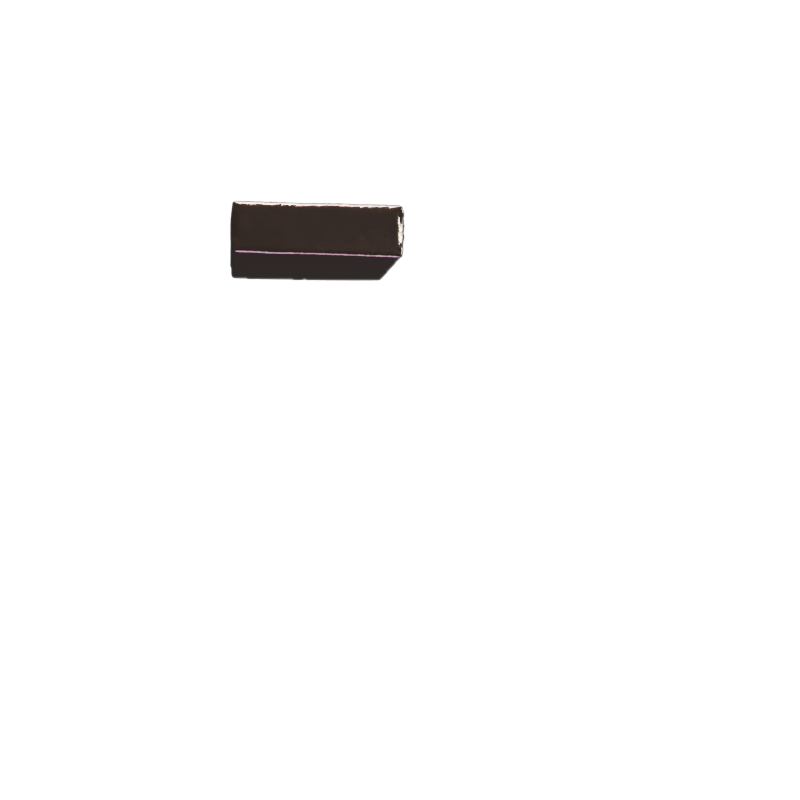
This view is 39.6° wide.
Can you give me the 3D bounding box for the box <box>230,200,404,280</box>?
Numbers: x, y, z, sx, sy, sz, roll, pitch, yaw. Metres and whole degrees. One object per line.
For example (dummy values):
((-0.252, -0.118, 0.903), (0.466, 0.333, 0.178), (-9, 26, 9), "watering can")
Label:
((-0.046, -0.085, 0.595), (0.089, 0.031, 0.072), (0, -5, -6), "box")
